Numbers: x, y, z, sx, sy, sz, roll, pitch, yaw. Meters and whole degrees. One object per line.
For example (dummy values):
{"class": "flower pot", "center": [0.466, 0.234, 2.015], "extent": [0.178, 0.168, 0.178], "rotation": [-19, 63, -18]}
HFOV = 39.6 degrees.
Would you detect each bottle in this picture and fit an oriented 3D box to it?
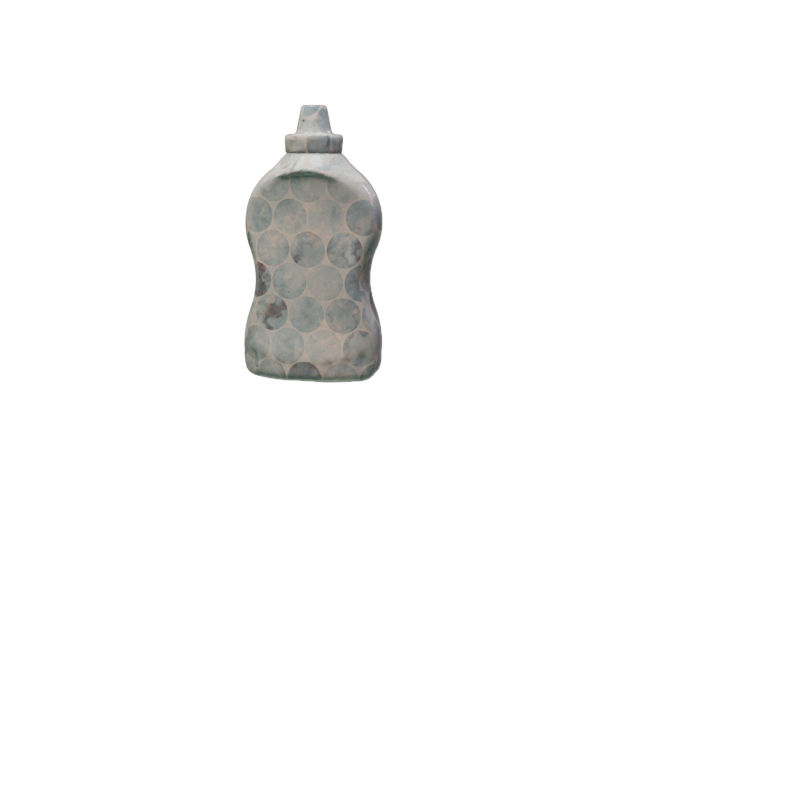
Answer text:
{"class": "bottle", "center": [-0.061, -0.112, 0.784], "extent": [0.098, 0.189, 0.058], "rotation": [2, 7, 14]}
